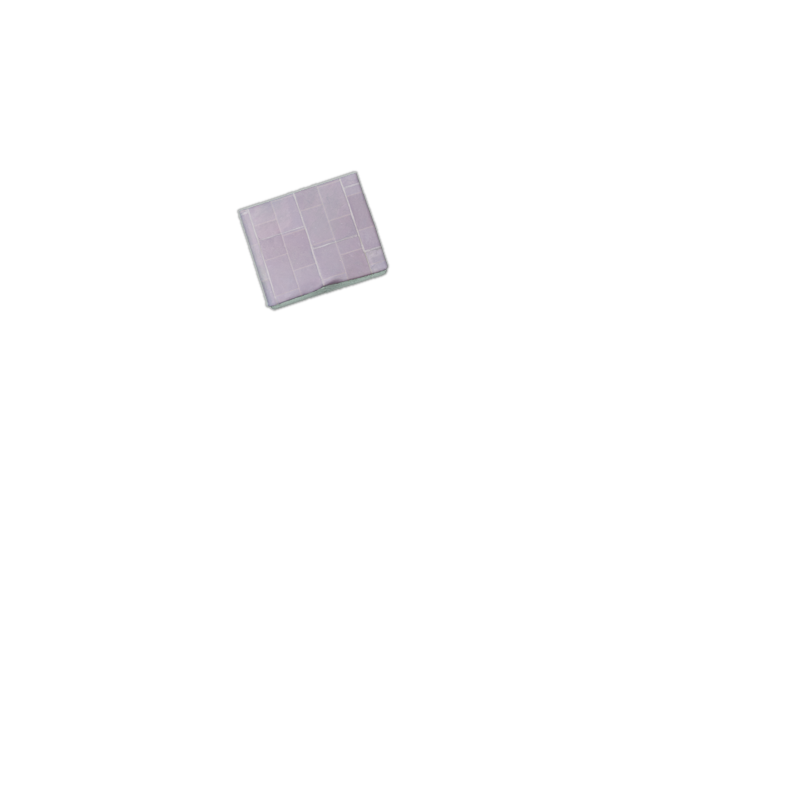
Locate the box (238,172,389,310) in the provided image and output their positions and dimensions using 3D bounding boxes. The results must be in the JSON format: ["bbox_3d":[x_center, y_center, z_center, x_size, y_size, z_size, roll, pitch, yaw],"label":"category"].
[{"bbox_3d":[-0.061,-0.111,0.781,0.089,0.075,0.029,-18,-9,-3],"label":"box"}]
